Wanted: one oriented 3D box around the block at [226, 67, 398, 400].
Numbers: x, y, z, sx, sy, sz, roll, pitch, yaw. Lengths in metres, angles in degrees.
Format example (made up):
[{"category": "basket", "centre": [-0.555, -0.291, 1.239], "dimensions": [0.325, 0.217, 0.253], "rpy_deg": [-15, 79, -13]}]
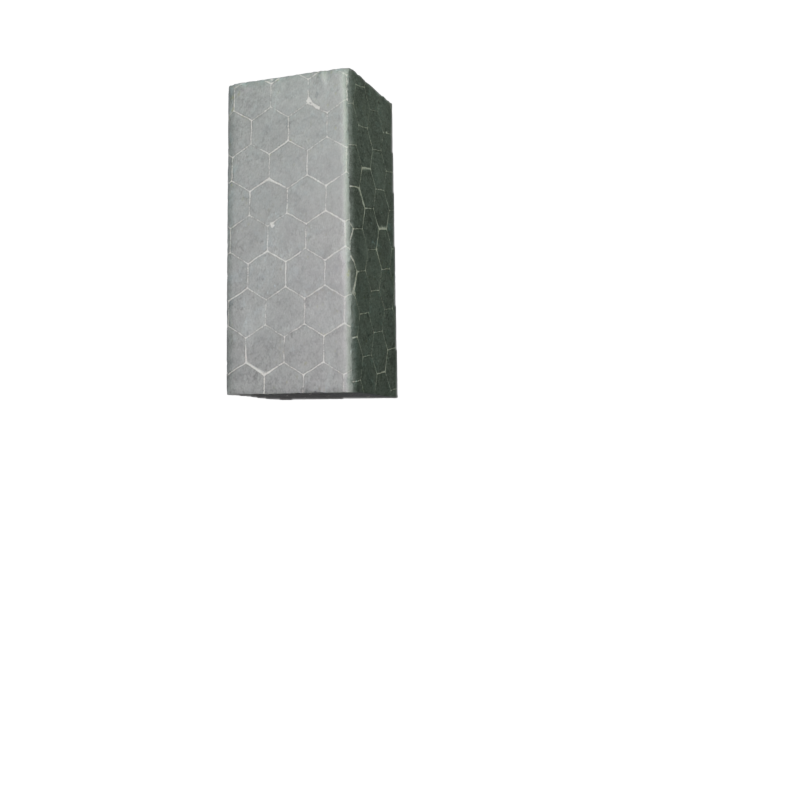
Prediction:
[{"category": "block", "centre": [-0.059, -0.106, 0.744], "dimensions": [0.093, 0.211, 0.086], "rpy_deg": [-4, -10, 21]}]
